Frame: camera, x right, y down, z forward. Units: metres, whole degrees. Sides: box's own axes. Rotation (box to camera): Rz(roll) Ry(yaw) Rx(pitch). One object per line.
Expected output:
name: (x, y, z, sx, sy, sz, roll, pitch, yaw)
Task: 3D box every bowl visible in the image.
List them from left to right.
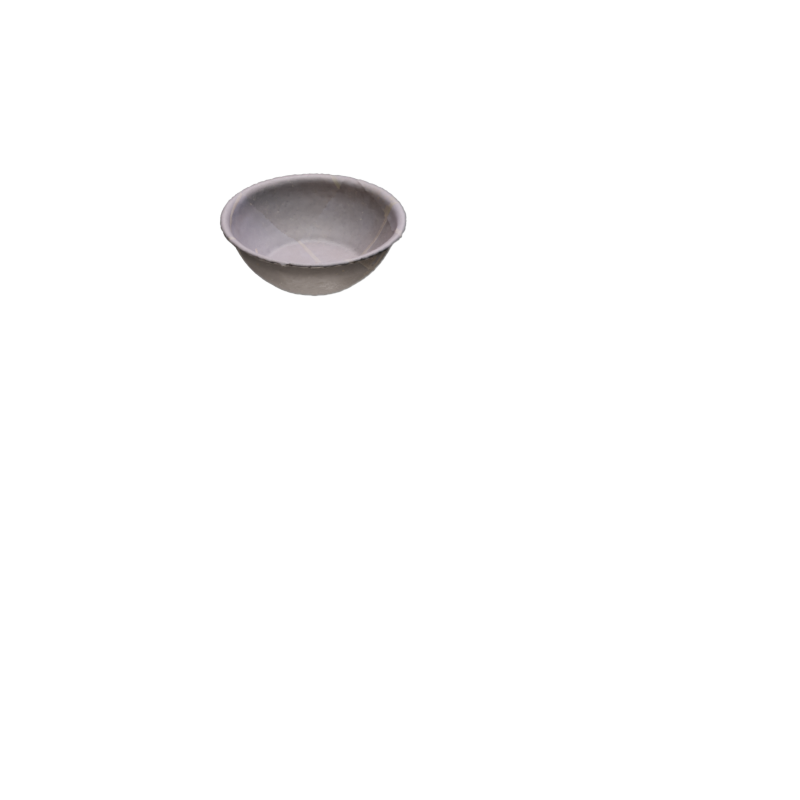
bowl: (-0.076, -0.139, 0.971, 0.162, 0.051, 0.173, -1, 37, -2)
